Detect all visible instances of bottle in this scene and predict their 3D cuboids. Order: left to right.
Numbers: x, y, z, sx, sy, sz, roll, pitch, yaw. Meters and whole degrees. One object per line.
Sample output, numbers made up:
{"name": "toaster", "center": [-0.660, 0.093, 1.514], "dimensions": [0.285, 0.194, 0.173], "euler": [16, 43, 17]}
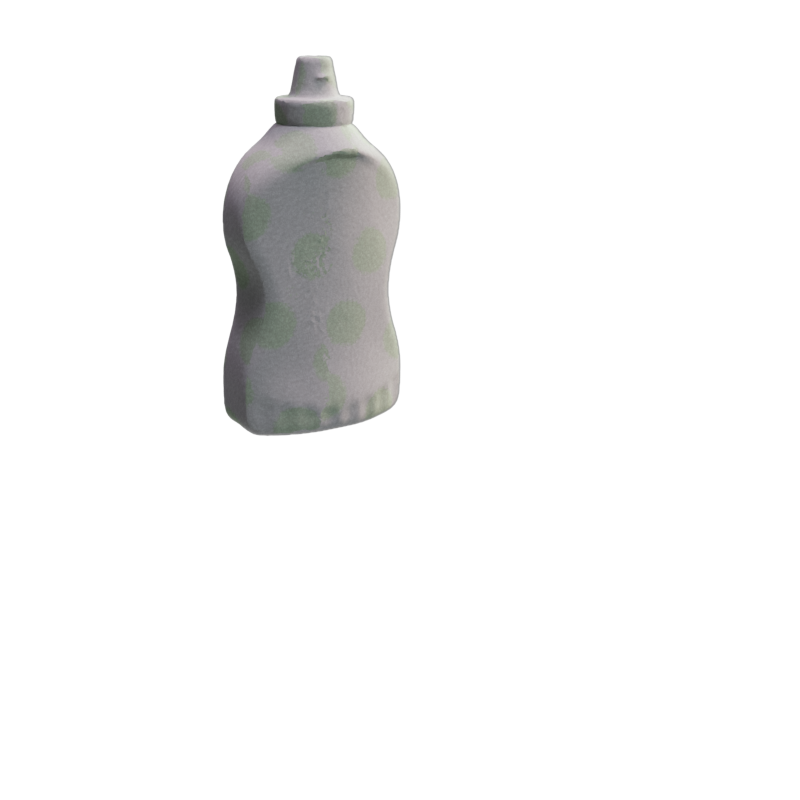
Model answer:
{"name": "bottle", "center": [-0.045, -0.083, 0.579], "dimensions": [0.094, 0.186, 0.062], "euler": [-7, 15, -29]}
